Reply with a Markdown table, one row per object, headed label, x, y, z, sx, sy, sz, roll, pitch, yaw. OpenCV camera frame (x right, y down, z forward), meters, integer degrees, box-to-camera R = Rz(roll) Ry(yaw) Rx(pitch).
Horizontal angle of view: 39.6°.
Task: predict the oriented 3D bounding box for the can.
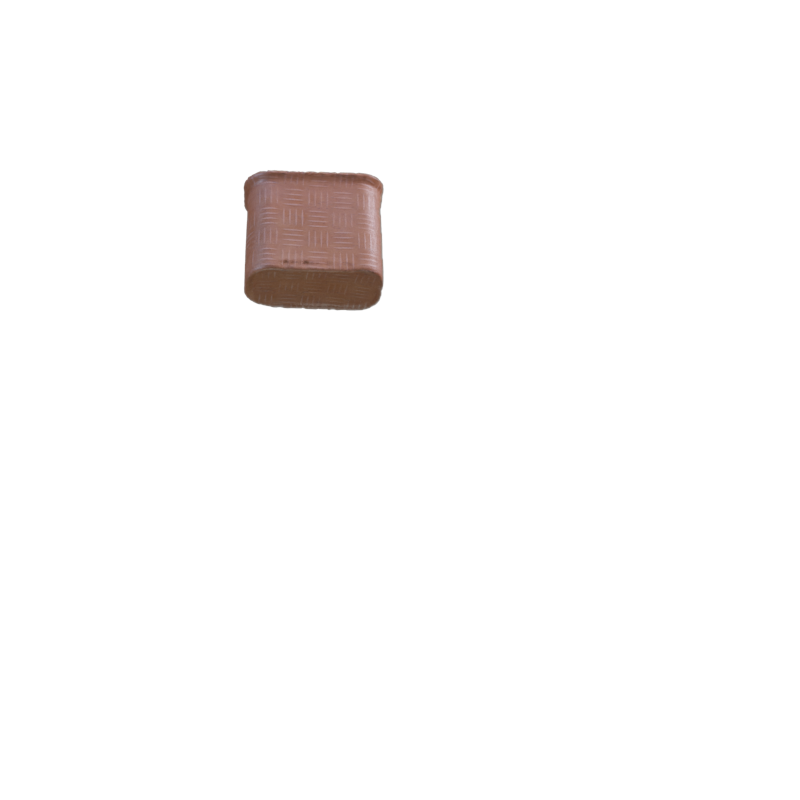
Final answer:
| label | x | y | z | sx | sy | sz | roll | pitch | yaw |
| --- | --- | --- | --- | --- | --- | --- | --- | --- | --- |
| can | -0.062 | -0.113 | 0.790 | 0.101 | 0.089 | 0.054 | 1 | -32 | -4 |
